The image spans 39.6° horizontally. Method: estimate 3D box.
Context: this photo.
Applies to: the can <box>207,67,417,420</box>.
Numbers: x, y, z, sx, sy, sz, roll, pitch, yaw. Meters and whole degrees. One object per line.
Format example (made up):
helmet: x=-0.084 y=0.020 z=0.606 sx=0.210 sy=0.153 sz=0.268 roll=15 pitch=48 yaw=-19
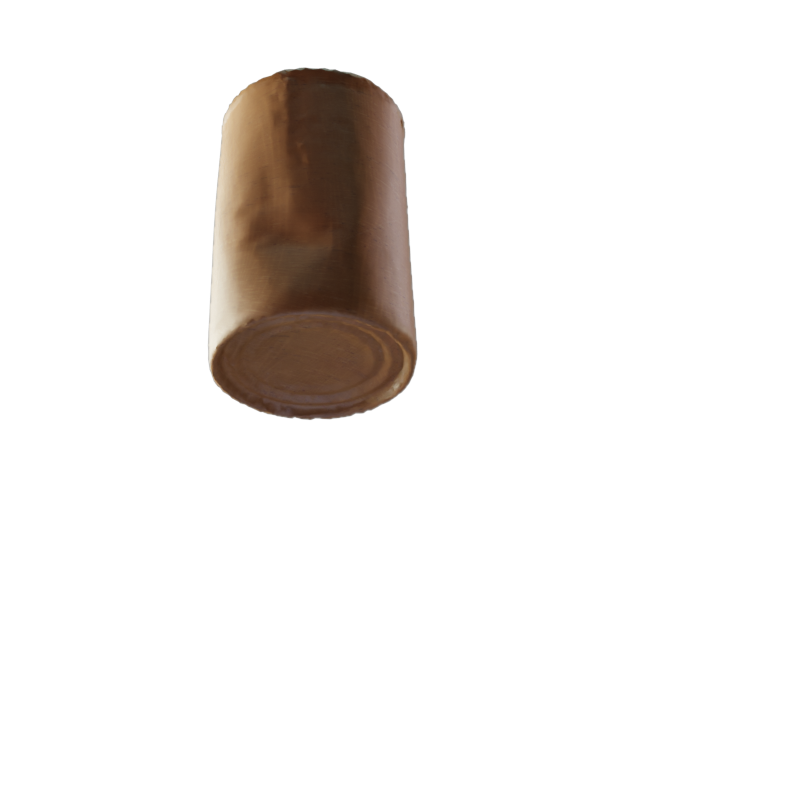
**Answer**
can: x=-0.030 y=-0.054 z=0.378 sx=0.068 sy=0.109 sz=0.064 roll=-1 pitch=-34 yaw=-2
